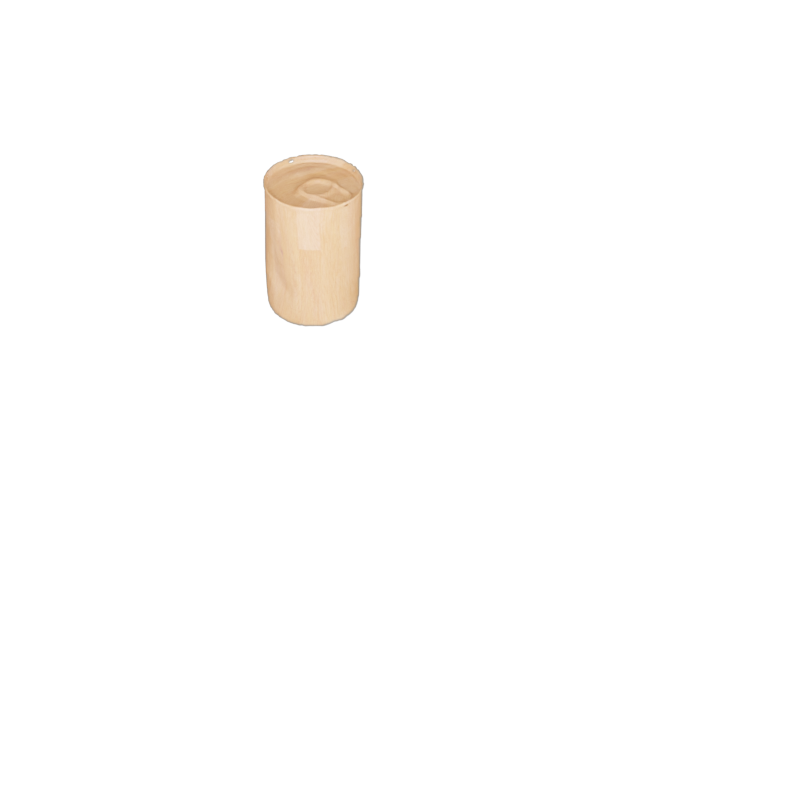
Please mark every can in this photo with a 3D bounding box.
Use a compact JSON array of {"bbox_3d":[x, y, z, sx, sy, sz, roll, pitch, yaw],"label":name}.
[{"bbox_3d":[-0.060,-0.110,0.772,0.068,0.095,0.073,0,39,-3],"label":"can"}]
